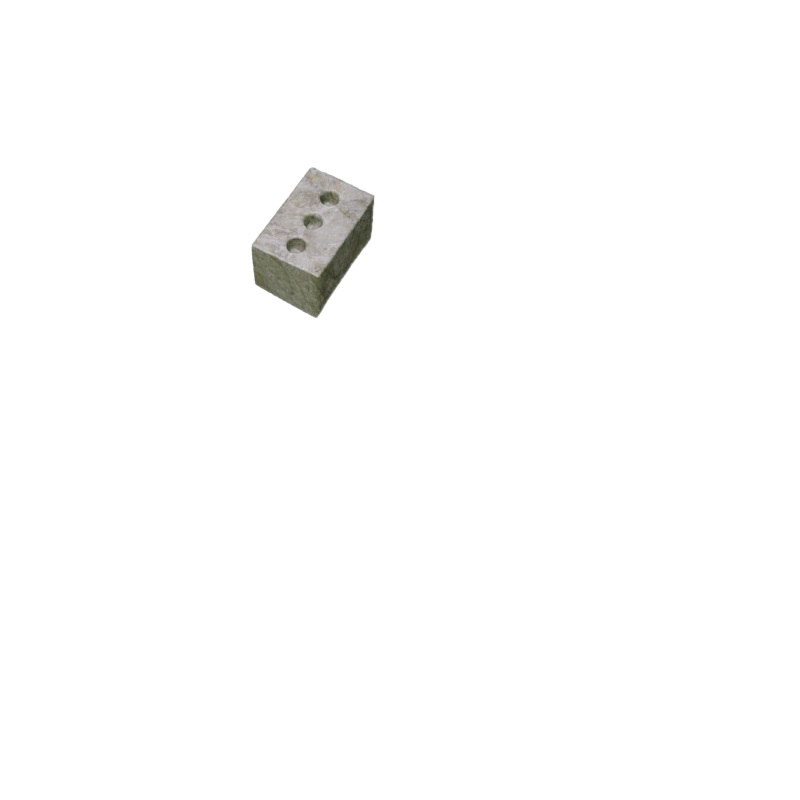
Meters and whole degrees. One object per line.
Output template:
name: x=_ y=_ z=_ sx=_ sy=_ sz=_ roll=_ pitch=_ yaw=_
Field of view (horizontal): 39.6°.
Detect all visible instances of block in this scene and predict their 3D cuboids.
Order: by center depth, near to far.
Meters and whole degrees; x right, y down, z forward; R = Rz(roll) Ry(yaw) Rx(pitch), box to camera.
block: x=-0.059 y=-0.108 z=0.755 sx=0.054 sy=0.080 sz=0.048 roll=26 pitch=-27 yaw=12
